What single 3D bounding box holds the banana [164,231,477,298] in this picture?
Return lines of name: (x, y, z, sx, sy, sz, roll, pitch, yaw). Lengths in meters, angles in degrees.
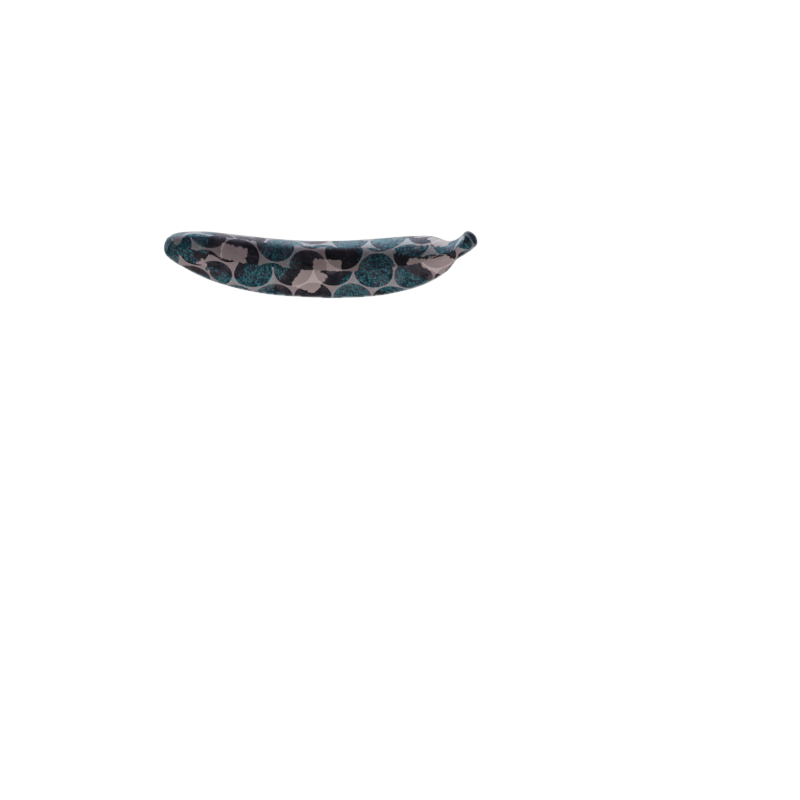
banana: (-0.051, -0.093, 0.725, 0.198, 0.039, 0.065, -2, -30, 3)
